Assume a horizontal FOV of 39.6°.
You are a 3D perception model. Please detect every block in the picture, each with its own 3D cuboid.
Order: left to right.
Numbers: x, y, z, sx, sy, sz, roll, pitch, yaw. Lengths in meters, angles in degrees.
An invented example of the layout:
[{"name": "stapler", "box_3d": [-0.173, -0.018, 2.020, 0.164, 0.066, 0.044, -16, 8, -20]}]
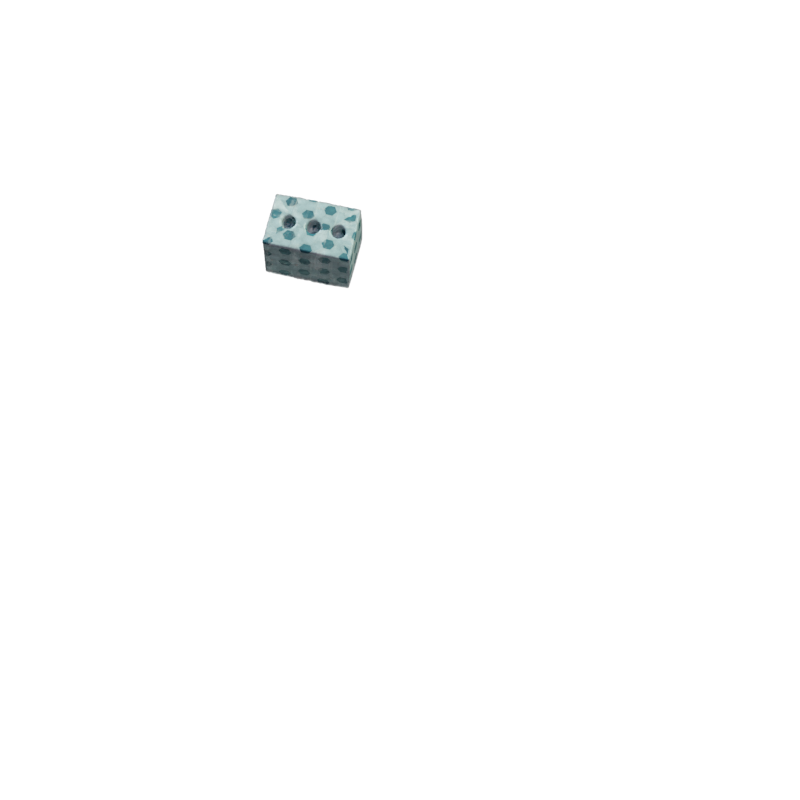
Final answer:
[{"name": "block", "box_3d": [-0.075, -0.137, 0.962, 0.079, 0.055, 0.048, 11, -28, 5]}]
